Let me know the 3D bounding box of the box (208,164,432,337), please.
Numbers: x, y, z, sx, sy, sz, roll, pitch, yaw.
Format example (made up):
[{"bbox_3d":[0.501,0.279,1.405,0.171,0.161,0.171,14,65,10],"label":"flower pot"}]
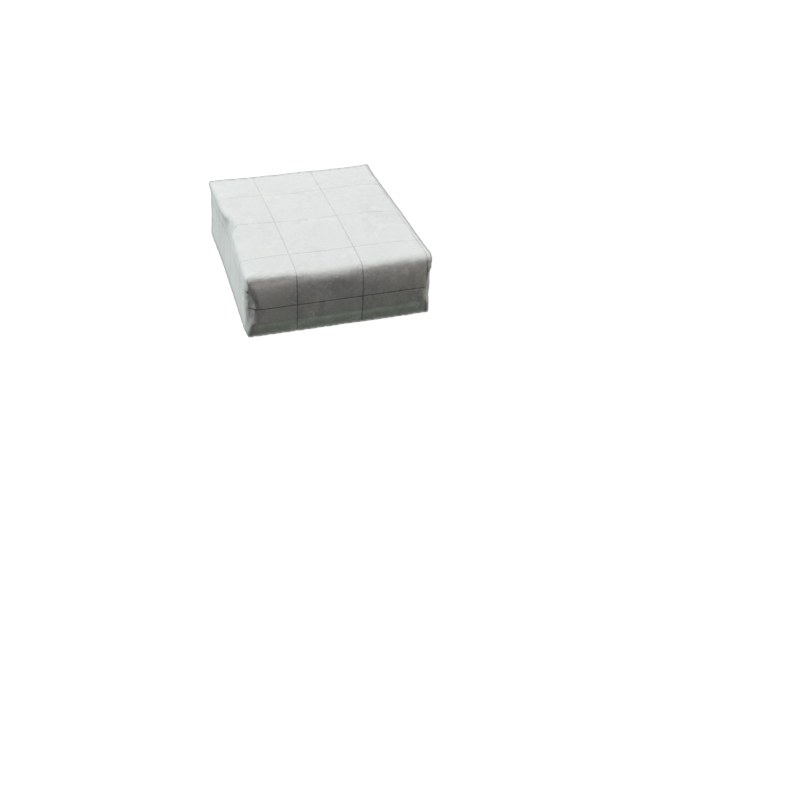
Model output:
[{"bbox_3d":[-0.036,-0.065,0.456,0.072,0.028,0.096,-9,36,-13],"label":"box"}]
